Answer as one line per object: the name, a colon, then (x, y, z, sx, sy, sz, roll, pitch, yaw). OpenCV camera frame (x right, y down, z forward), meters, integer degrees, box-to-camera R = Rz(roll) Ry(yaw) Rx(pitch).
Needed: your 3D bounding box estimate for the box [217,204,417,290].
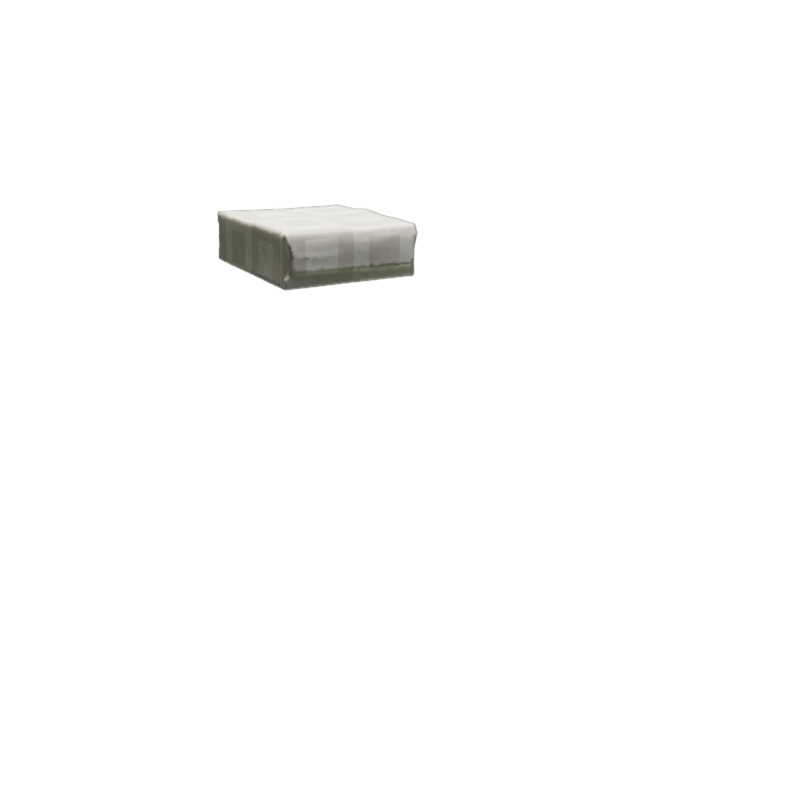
box: (-0.045, -0.081, 0.571, 0.071, 0.029, 0.094, -8, 18, -27)
